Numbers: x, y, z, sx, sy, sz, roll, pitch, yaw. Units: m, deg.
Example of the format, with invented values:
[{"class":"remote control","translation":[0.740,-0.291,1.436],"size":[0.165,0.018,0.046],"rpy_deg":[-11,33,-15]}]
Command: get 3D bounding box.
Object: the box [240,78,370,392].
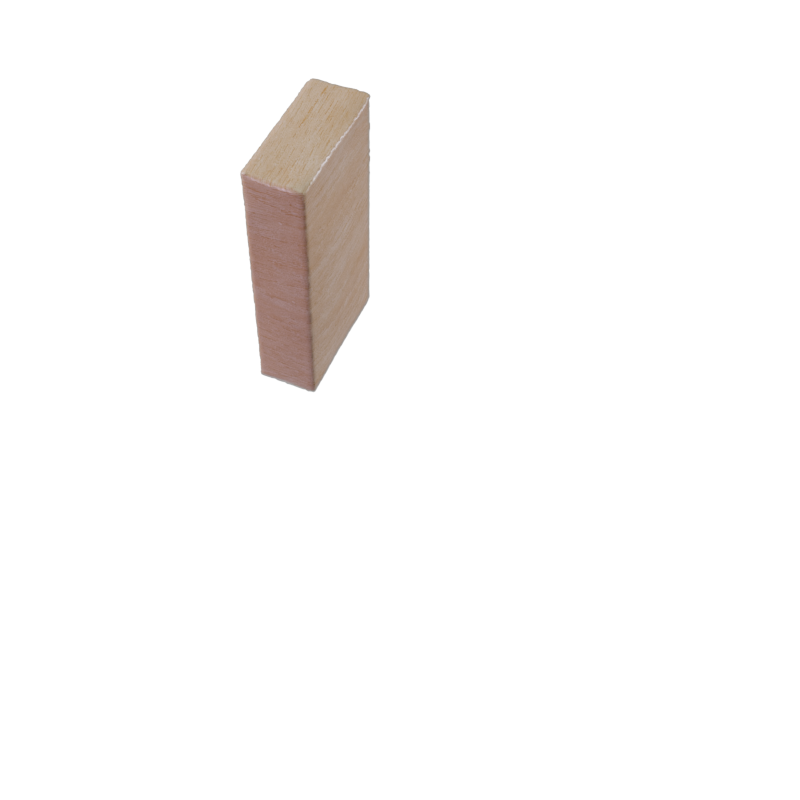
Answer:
[{"class":"box","translation":[-0.052,-0.096,0.672],"size":[0.049,0.097,0.164],"rpy_deg":[19,-37,11]}]
